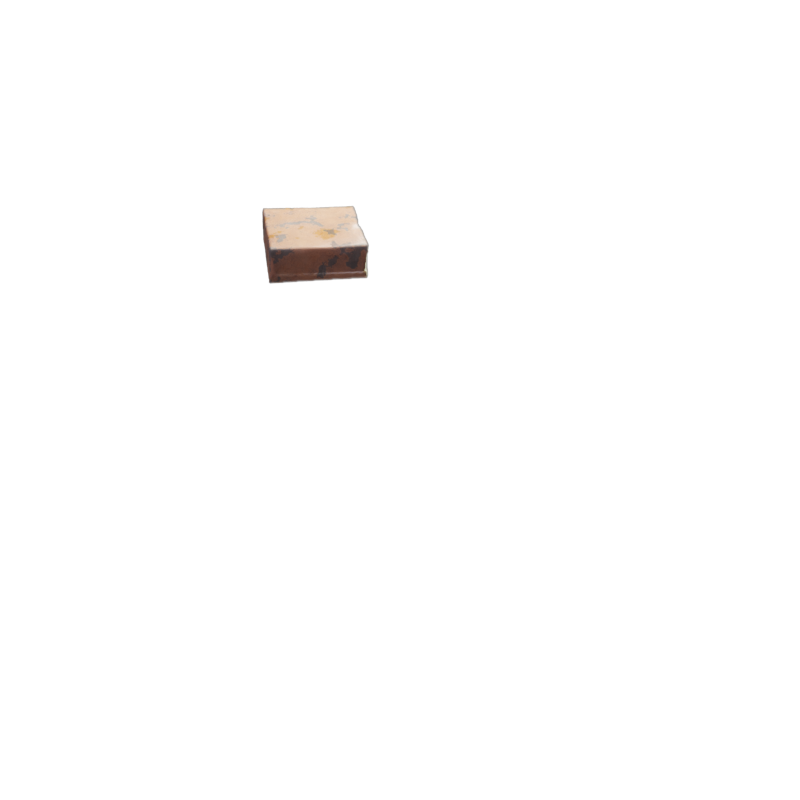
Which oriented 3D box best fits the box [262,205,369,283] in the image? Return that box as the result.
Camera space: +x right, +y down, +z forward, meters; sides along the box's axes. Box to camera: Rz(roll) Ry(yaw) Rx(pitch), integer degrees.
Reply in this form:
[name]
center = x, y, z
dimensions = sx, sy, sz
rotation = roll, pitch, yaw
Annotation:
[box]
center = -0.065, -0.119, 0.836
dimensions = 0.072, 0.029, 0.095
rotation = -3, 28, -7
